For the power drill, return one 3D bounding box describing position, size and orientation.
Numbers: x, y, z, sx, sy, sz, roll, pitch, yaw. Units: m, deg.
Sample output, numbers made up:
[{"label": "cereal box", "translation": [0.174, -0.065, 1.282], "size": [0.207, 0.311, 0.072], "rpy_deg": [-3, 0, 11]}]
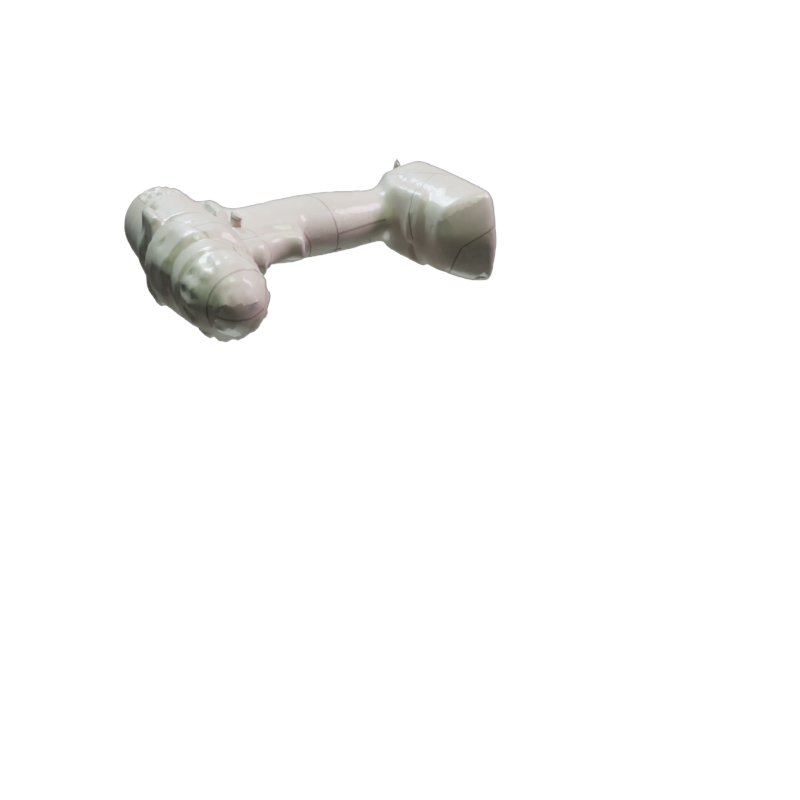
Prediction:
[{"label": "power drill", "translation": [-0.047, -0.086, 0.602], "size": [0.184, 0.055, 0.197], "rpy_deg": [-9, 25, -20]}]
